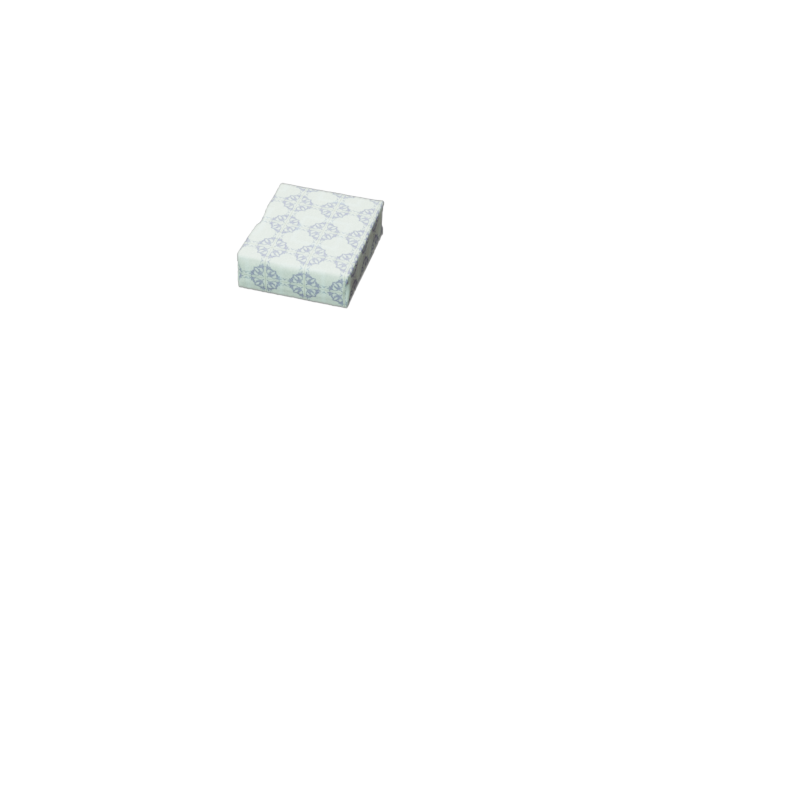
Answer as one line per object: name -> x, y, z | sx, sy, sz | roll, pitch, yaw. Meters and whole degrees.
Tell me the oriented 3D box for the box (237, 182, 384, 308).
box -> -0.056, -0.102, 0.716 | 0.075, 0.028, 0.093 | 11, 42, 12
